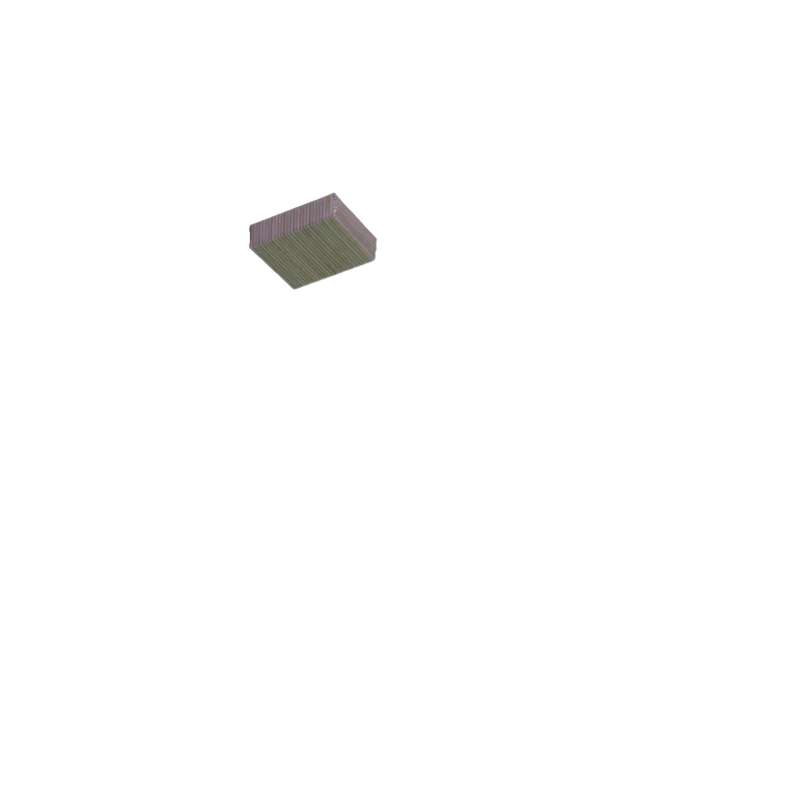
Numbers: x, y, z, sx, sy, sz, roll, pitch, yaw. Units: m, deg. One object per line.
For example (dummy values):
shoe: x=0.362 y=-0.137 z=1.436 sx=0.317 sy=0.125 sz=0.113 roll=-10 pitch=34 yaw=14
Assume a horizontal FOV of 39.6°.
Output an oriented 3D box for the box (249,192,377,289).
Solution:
box: x=-0.076 y=-0.138 z=0.967 sx=0.090 sy=0.032 sz=0.068 roll=-18 pitch=-37 yaw=25
